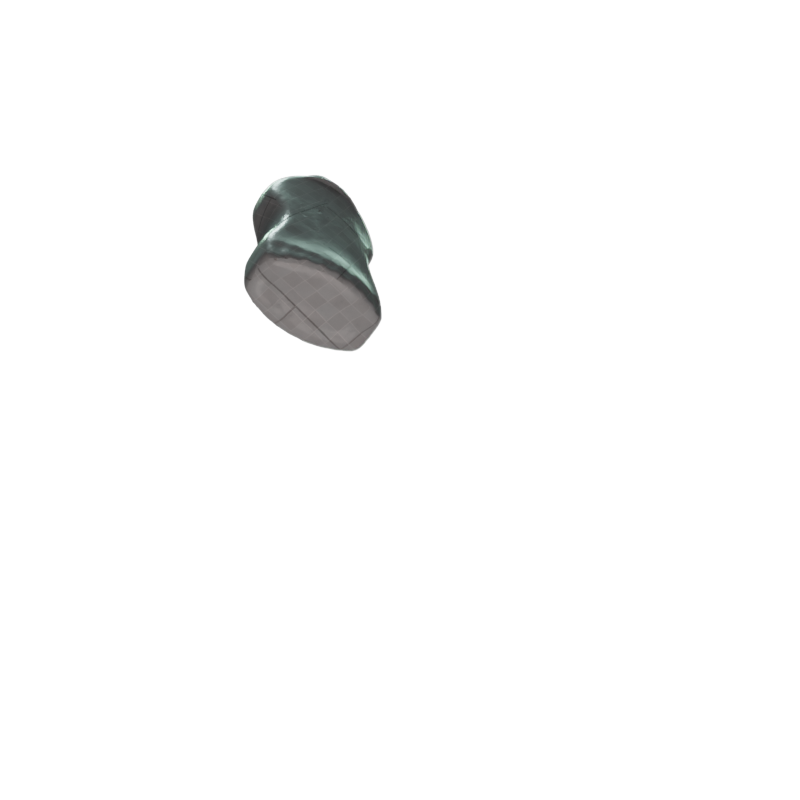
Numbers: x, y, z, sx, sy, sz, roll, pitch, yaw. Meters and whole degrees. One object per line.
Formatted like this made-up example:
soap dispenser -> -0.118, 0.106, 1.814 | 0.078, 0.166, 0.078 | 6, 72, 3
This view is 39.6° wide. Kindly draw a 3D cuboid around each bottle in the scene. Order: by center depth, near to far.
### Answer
bottle -> -0.064, -0.118, 0.821 | 0.093, 0.057, 0.204 | 26, 27, -19
